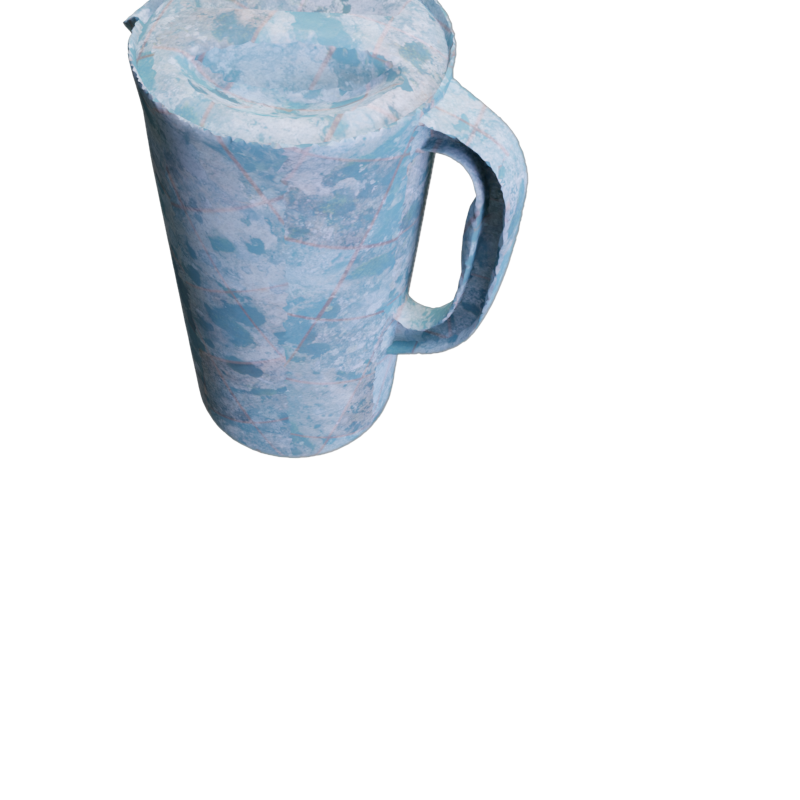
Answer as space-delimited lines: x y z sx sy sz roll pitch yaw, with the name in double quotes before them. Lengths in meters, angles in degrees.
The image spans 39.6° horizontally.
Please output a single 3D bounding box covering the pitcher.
"pitcher" -0.041 -0.075 0.526 0.143 0.161 0.227 -12 -37 -13
